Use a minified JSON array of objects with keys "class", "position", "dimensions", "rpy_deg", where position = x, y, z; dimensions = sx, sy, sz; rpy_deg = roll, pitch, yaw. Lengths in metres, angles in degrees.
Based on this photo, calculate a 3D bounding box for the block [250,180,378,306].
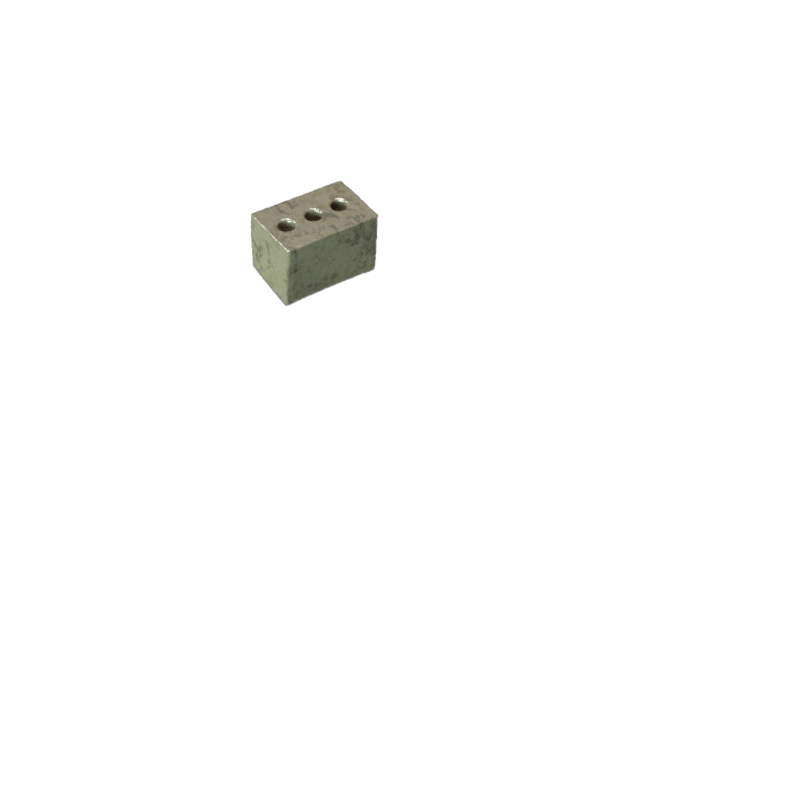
[{"class":"block","position":[-0.063,-0.114,0.799],"dimensions":[0.077,0.048,0.057],"rpy_deg":[-25,50,-24]}]
